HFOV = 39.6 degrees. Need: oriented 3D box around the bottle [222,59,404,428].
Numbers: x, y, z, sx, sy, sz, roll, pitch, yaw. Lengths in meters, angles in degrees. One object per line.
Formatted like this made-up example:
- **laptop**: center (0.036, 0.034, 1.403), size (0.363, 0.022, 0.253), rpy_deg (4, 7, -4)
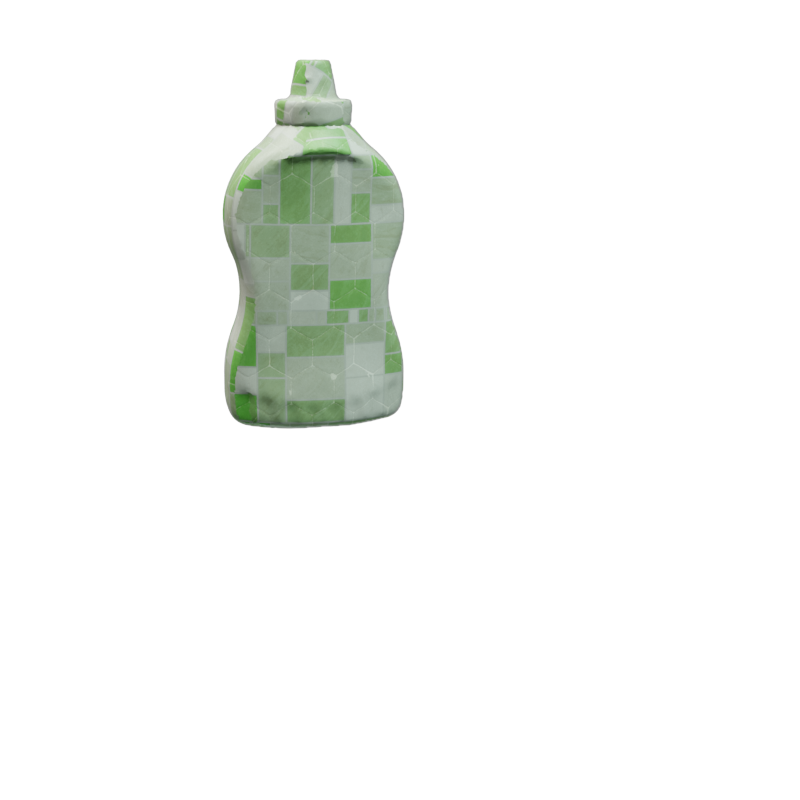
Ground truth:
- **bottle**: center (-0.046, -0.085, 0.593), size (0.095, 0.187, 0.061), rpy_deg (-1, 11, -10)
